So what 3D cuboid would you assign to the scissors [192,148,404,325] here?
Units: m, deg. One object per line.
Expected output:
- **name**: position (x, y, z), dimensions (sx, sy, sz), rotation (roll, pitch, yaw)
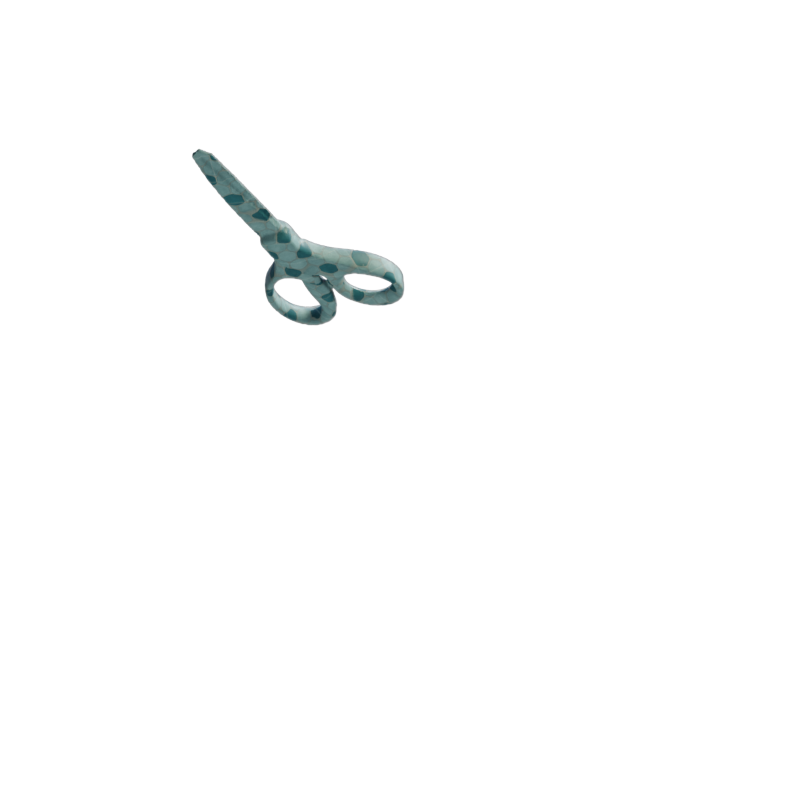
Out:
- **scissors**: position (-0.050, -0.091, 0.639), dimensions (0.097, 0.017, 0.189), rotation (-2, -22, 5)
